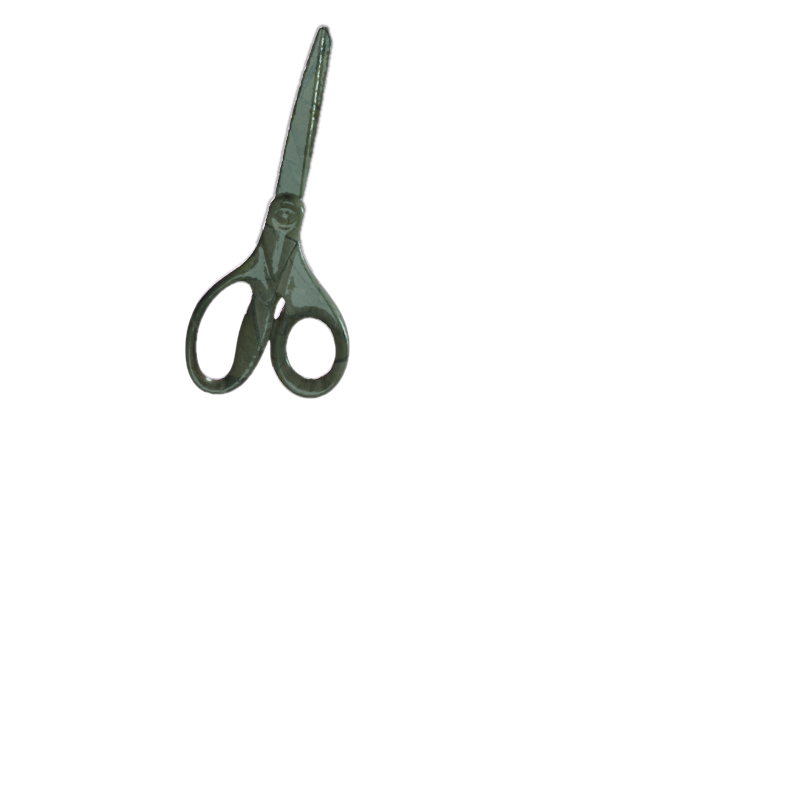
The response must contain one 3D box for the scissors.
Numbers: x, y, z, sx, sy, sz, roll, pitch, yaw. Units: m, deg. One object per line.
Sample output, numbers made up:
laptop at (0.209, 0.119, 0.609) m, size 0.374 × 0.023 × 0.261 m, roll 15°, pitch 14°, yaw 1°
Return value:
scissors at (-0.045, -0.082, 0.576) m, size 0.094 × 0.197 × 0.016 m, roll 28°, pitch 16°, yaw -9°
